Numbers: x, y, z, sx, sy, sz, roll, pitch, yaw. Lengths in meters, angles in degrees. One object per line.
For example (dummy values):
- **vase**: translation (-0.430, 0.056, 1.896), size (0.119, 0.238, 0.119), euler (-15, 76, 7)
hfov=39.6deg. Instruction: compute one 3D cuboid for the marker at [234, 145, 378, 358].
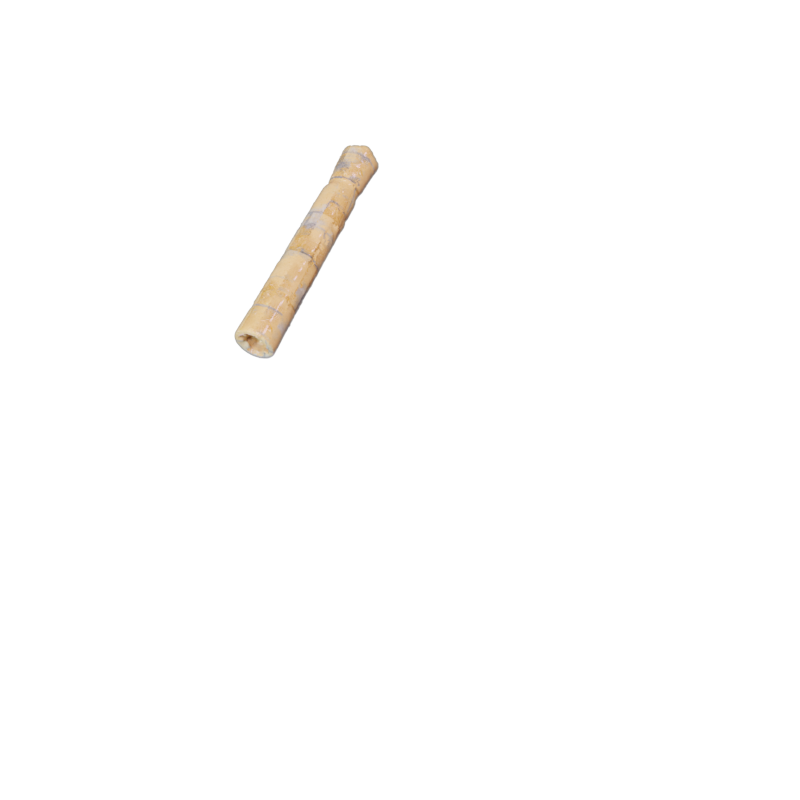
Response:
- **marker**: translation (-0.039, -0.071, 0.496), size (0.020, 0.126, 0.018), euler (18, -33, 10)
